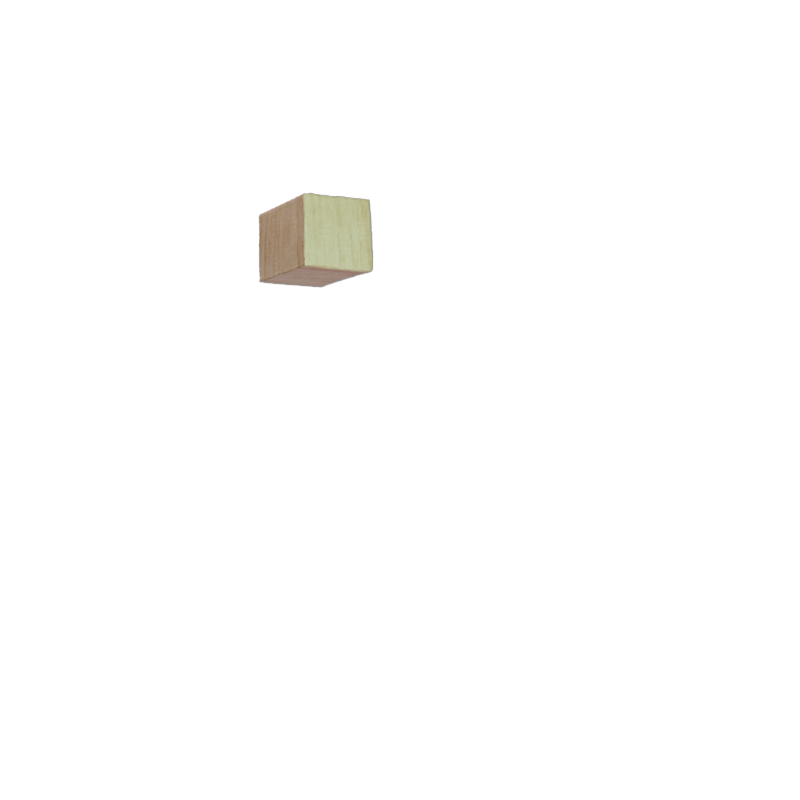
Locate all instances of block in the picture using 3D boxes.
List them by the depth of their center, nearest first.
[{"bbox_3d":[-0.061,-0.110,0.773,0.051,0.052,0.079,4,-7,-30],"label":"block"}]
